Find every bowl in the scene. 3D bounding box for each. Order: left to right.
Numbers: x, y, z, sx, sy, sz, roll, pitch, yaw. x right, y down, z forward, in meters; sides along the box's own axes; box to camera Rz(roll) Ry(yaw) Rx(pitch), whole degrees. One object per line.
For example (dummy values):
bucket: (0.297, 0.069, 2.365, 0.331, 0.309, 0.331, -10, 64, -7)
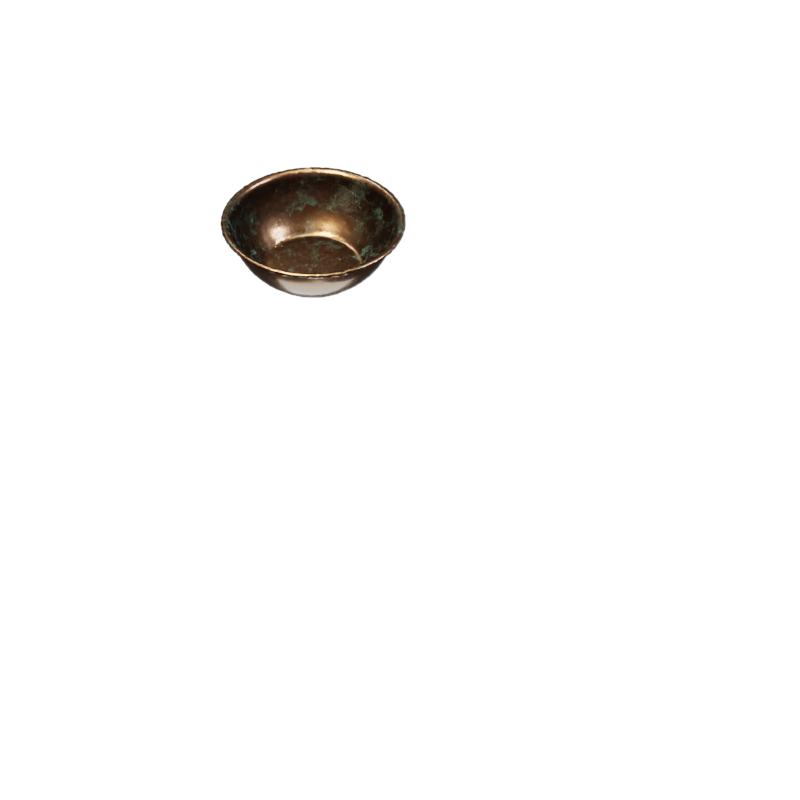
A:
bowl: (-0.077, -0.140, 0.981, 0.162, 0.051, 0.174, -1, 42, -1)
